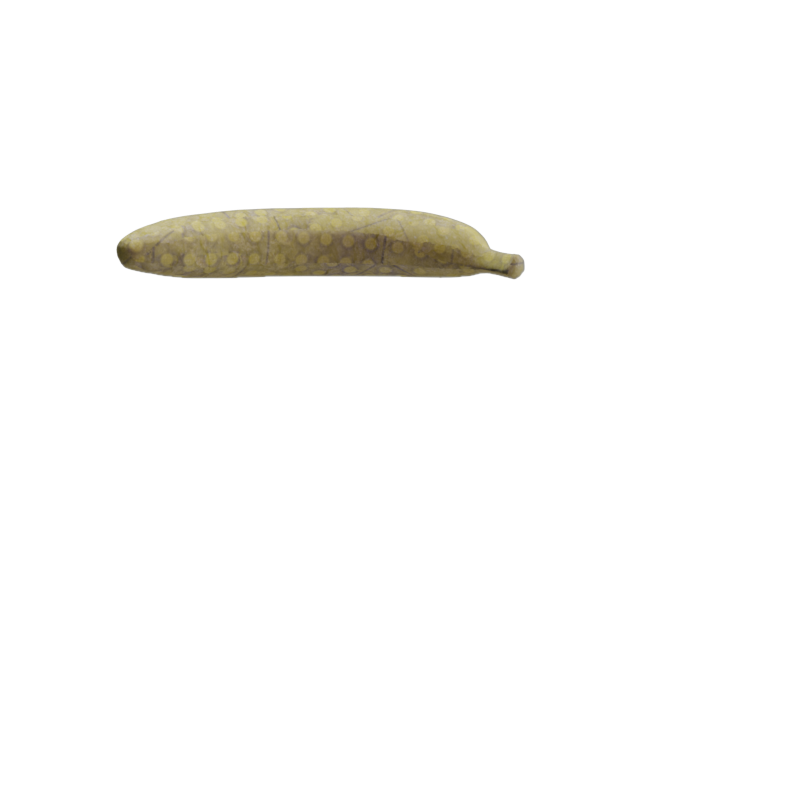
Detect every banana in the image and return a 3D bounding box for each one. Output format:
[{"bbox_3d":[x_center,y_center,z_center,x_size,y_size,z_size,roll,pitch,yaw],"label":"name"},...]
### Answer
[{"bbox_3d":[-0.042,-0.080,0.564,0.196,0.037,0.070,-1,6,-4],"label":"banana"}]
